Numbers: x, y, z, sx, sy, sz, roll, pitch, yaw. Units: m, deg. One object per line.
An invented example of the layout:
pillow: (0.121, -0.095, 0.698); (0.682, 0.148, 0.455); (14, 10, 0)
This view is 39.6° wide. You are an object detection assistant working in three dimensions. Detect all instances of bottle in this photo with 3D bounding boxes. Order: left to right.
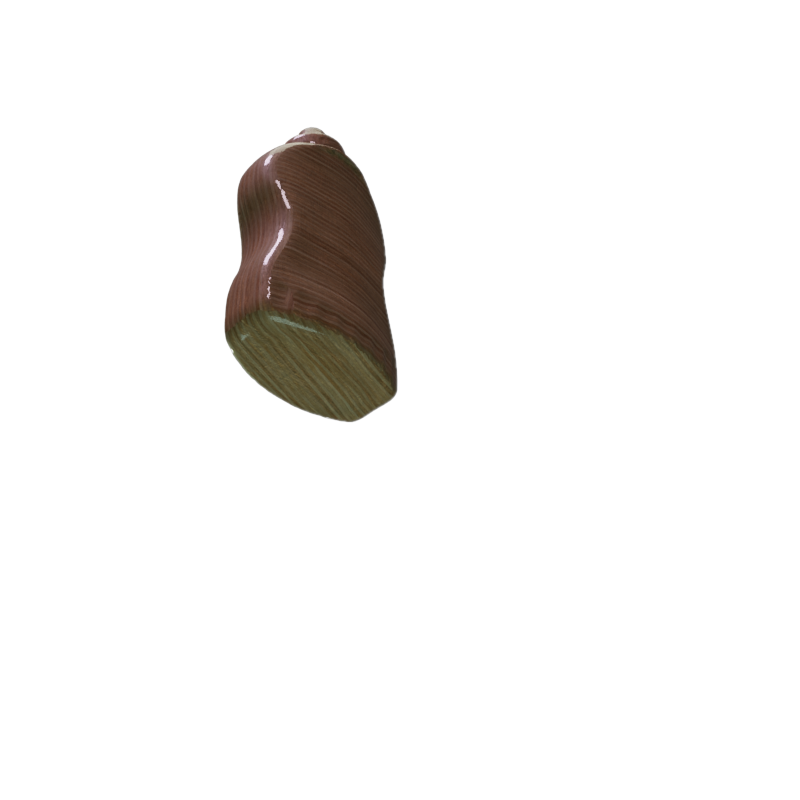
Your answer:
bottle: (-0.048, -0.087, 0.611); (0.090, 0.206, 0.058); (32, -54, -32)
